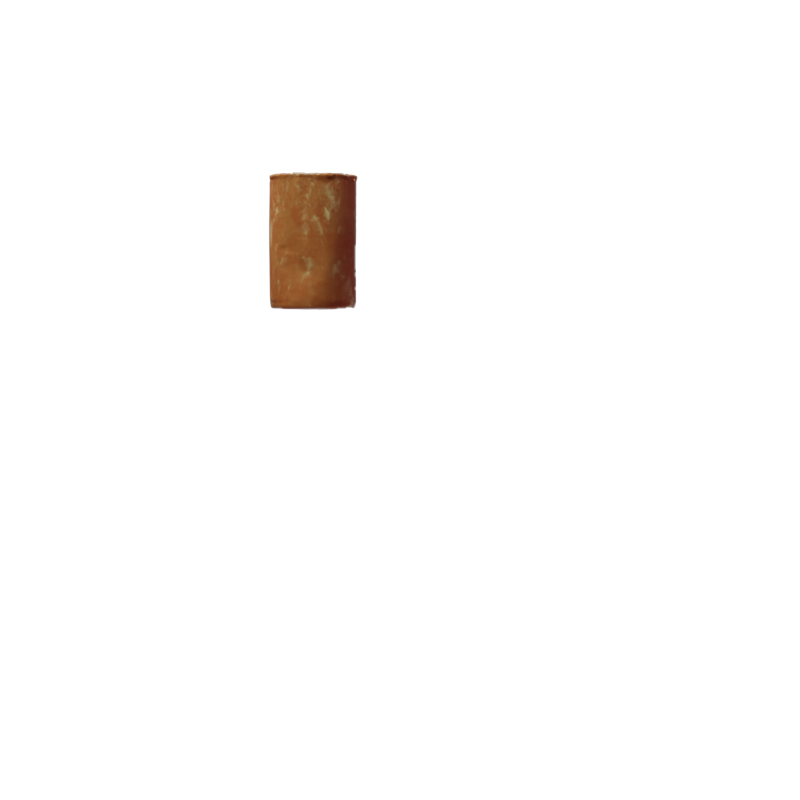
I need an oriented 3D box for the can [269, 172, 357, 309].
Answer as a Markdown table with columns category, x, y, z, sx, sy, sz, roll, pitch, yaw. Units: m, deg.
| category | x | y | z | sx | sy | sz | roll | pitch | yaw |
| --- | --- | --- | --- | --- | --- | --- | --- | --- | --- |
| can | -0.067 | -0.122 | 0.852 | 0.068 | 0.102 | 0.069 | 0 | 1 | -2 |
